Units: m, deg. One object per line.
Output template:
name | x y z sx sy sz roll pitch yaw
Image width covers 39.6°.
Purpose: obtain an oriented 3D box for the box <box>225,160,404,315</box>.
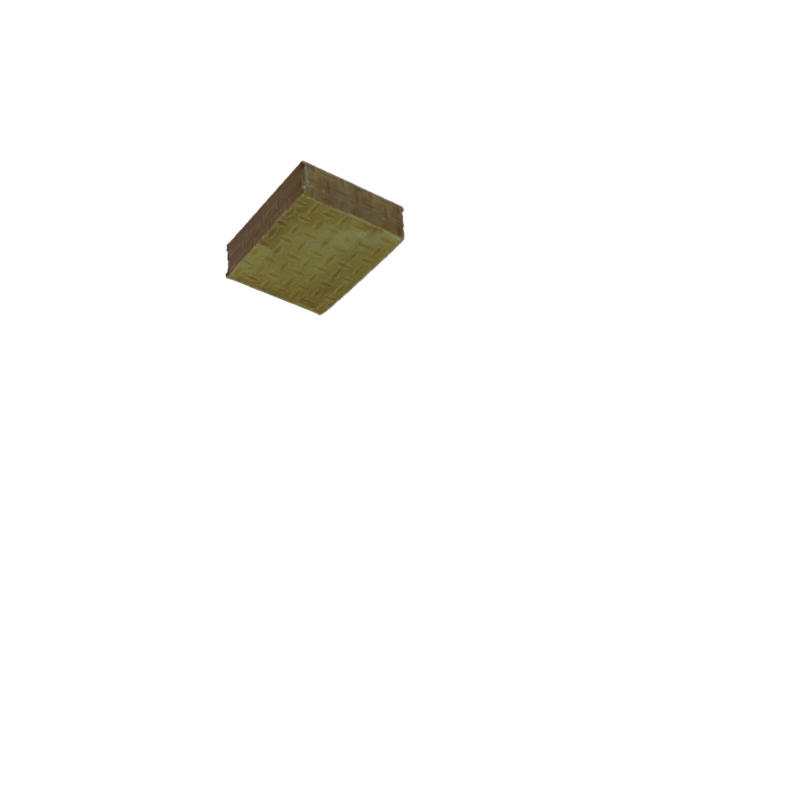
box | -0.064 -0.117 0.822 0.085 0.042 0.111 24 -45 -27
